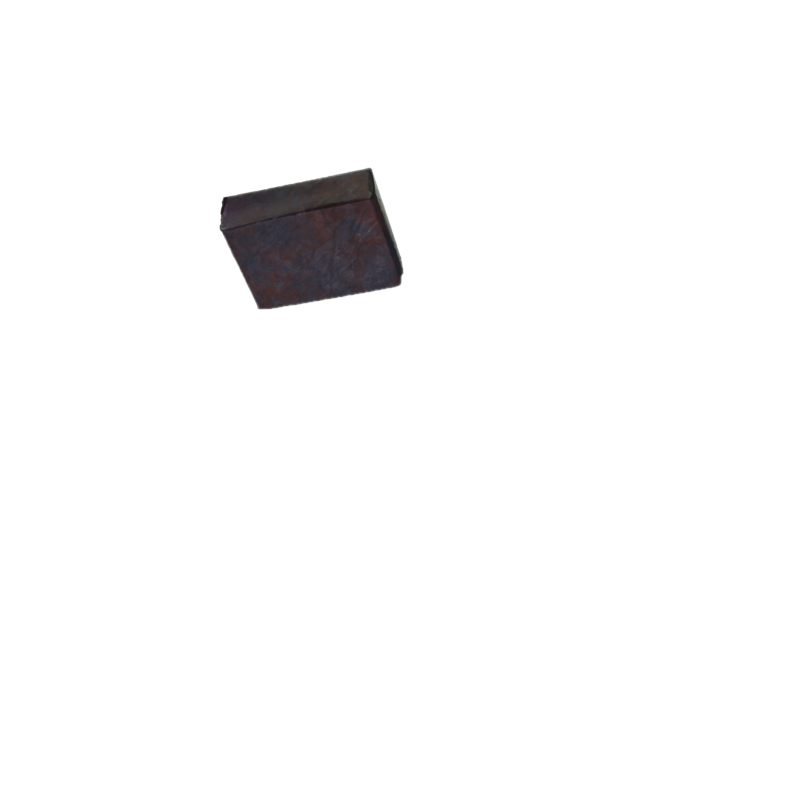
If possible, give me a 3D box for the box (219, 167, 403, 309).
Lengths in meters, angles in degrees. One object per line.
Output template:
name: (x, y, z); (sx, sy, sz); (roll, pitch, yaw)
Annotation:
box: (-0.062, -0.113, 0.796); (0.114, 0.042, 0.083); (-10, -44, 10)
